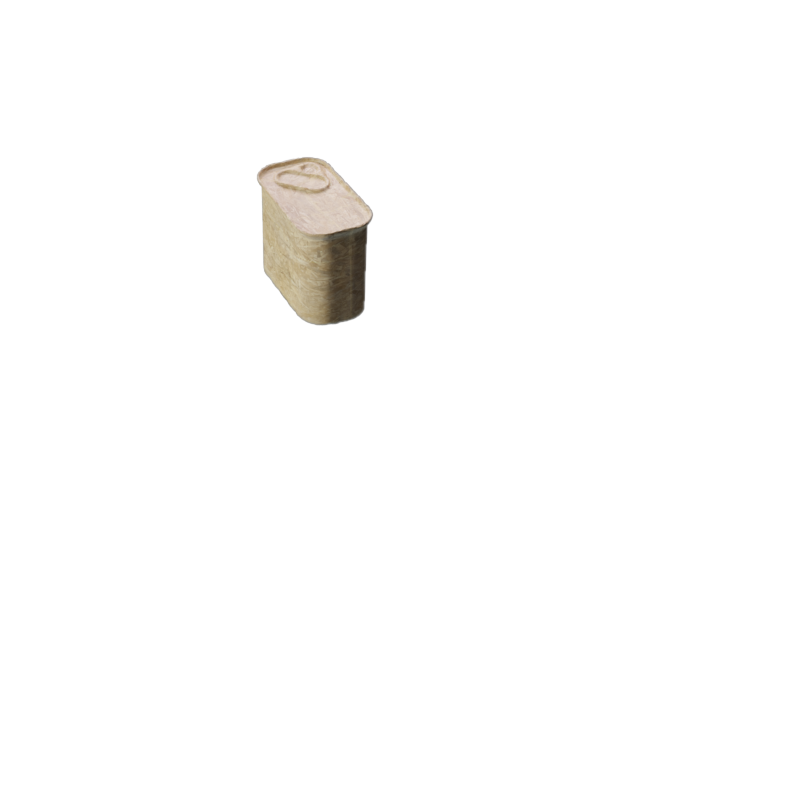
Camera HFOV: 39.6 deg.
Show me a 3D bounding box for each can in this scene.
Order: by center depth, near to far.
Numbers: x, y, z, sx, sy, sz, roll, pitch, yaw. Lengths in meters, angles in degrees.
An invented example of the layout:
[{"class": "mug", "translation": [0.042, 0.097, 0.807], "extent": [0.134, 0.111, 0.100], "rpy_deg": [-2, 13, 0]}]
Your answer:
[{"class": "can", "translation": [-0.063, -0.115, 0.806], "extent": [0.057, 0.078, 0.110], "rpy_deg": [-16, 42, -22]}]
